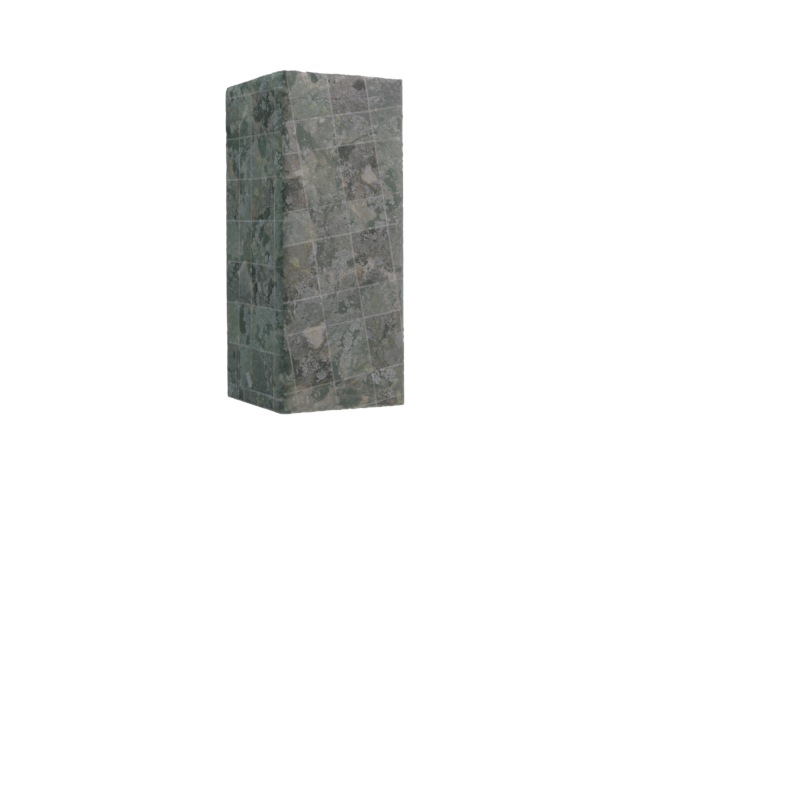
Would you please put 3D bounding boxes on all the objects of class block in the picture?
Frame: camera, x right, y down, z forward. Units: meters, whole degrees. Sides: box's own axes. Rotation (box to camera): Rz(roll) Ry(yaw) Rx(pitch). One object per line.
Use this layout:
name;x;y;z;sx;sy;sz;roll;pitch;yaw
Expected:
block;-0.057;-0.103;0.720;0.087;0.206;0.094;-1;2;-29
